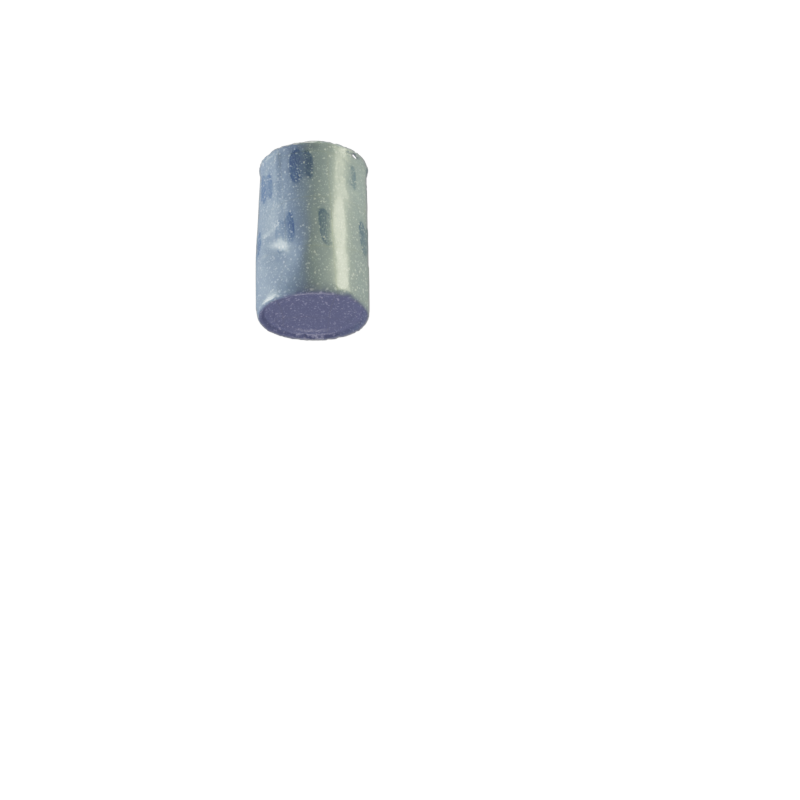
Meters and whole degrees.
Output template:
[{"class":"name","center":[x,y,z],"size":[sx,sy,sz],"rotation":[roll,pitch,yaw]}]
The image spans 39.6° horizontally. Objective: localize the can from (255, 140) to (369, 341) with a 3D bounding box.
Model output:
[{"class":"can","center":[-0.052,-0.095,0.667],"size":[0.068,0.108,0.065],"rotation":[0,-26,-2]}]
